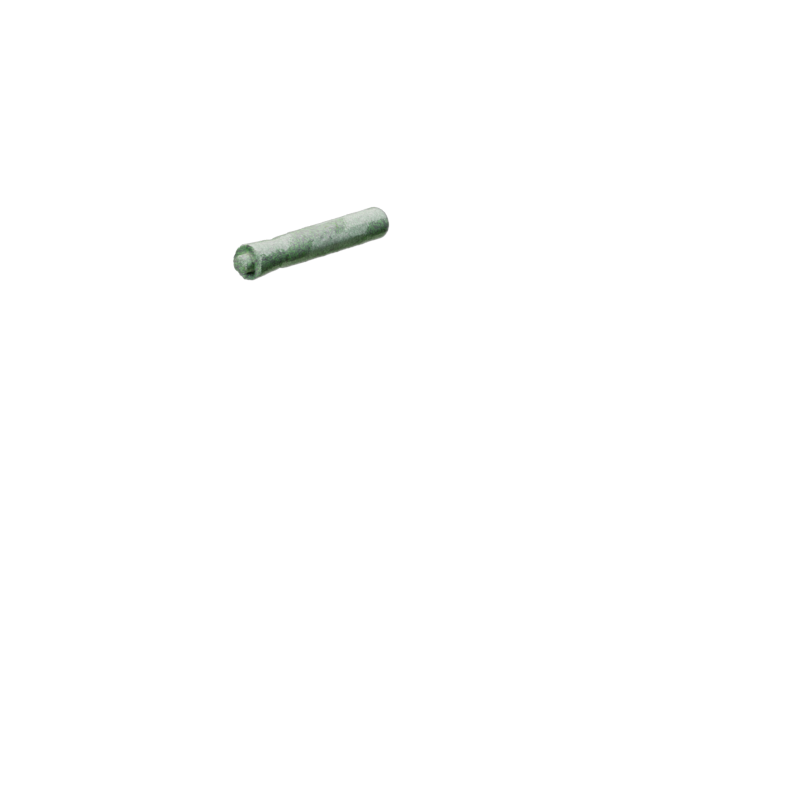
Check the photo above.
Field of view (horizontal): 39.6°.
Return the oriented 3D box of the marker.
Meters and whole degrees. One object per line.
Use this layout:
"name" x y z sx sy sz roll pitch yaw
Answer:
"marker" -0.047 -0.085 0.596 0.020 0.019 0.120 3 19 35
